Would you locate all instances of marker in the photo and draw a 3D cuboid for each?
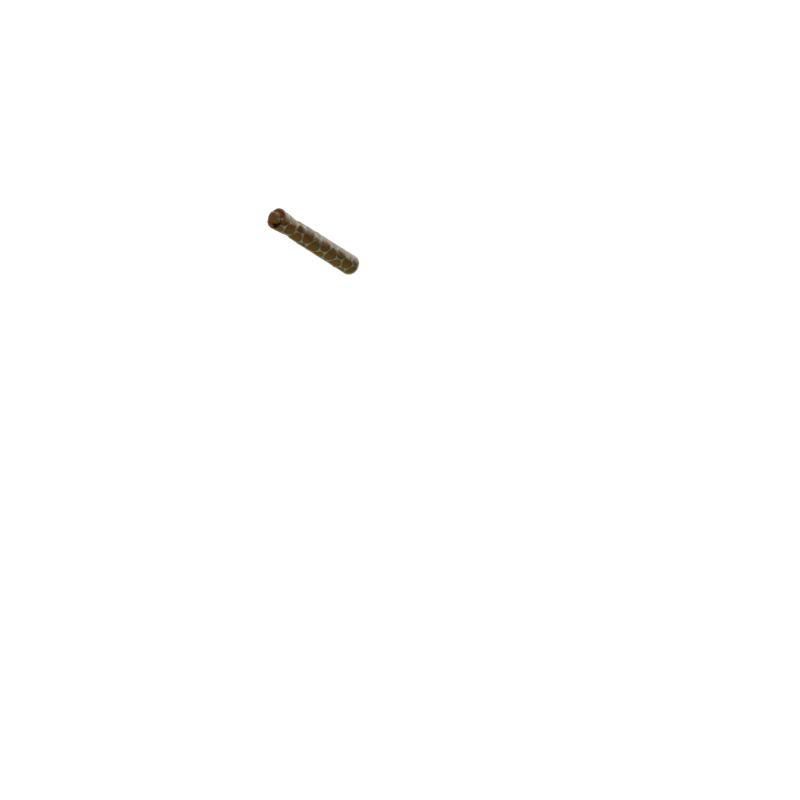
[{"bbox_3d":[-0.076,-0.139,0.974,0.020,0.020,0.113,3,-14,36],"label":"marker"}]
